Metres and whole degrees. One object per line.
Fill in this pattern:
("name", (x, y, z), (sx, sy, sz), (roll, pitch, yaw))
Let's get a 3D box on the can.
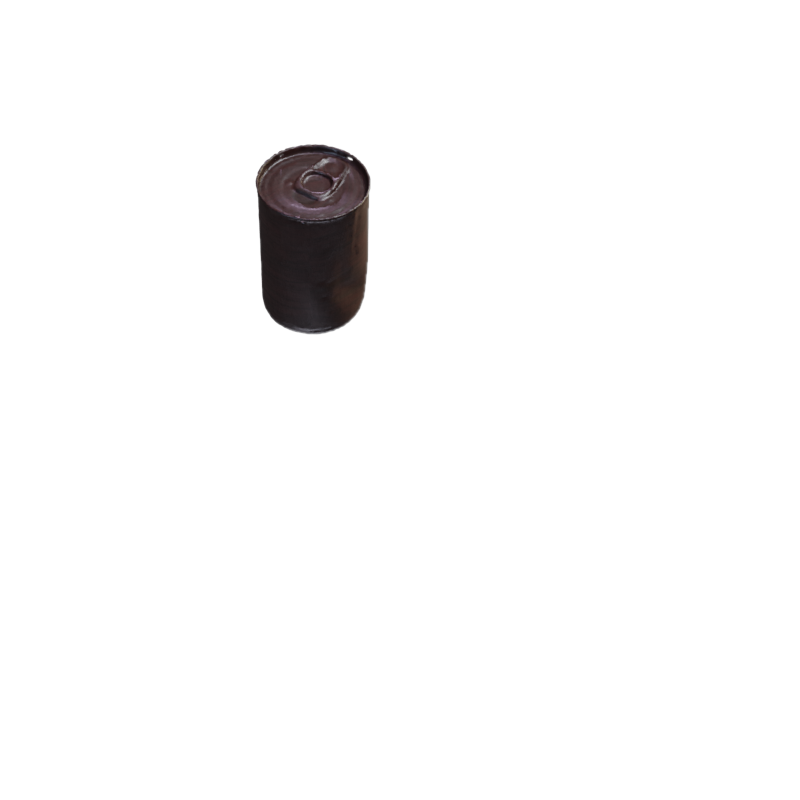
("can", (-0.054, -0.098, 0.689), (0.068, 0.074, 0.095), (0, -41, -3))
